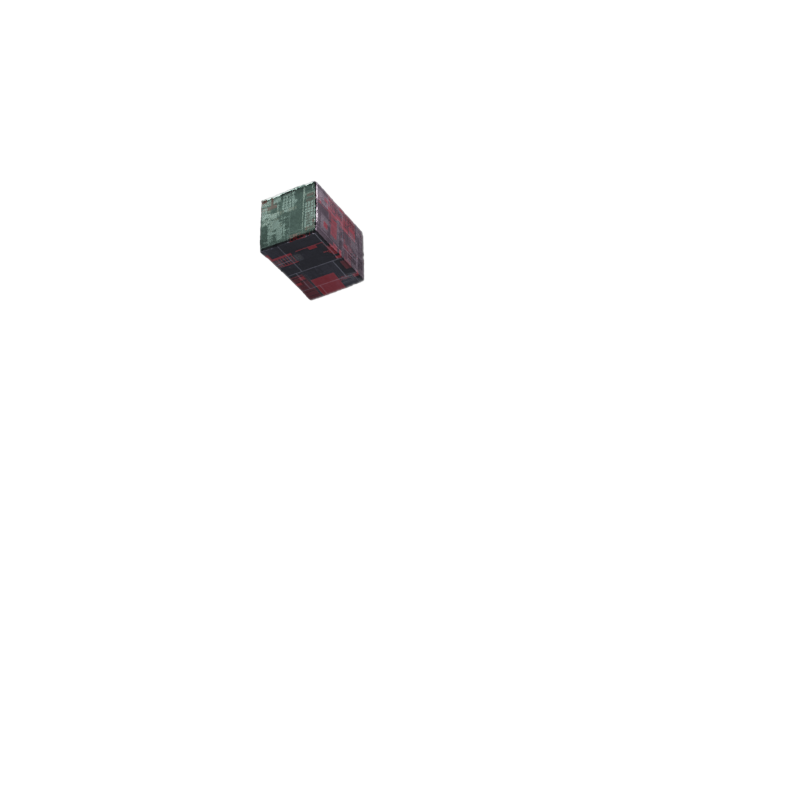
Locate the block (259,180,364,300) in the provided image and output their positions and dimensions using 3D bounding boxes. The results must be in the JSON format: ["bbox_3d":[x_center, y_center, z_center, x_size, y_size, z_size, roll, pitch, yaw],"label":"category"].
[{"bbox_3d":[-0.069,-0.125,0.877,0.053,0.055,0.072,-18,-37,23],"label":"block"}]
